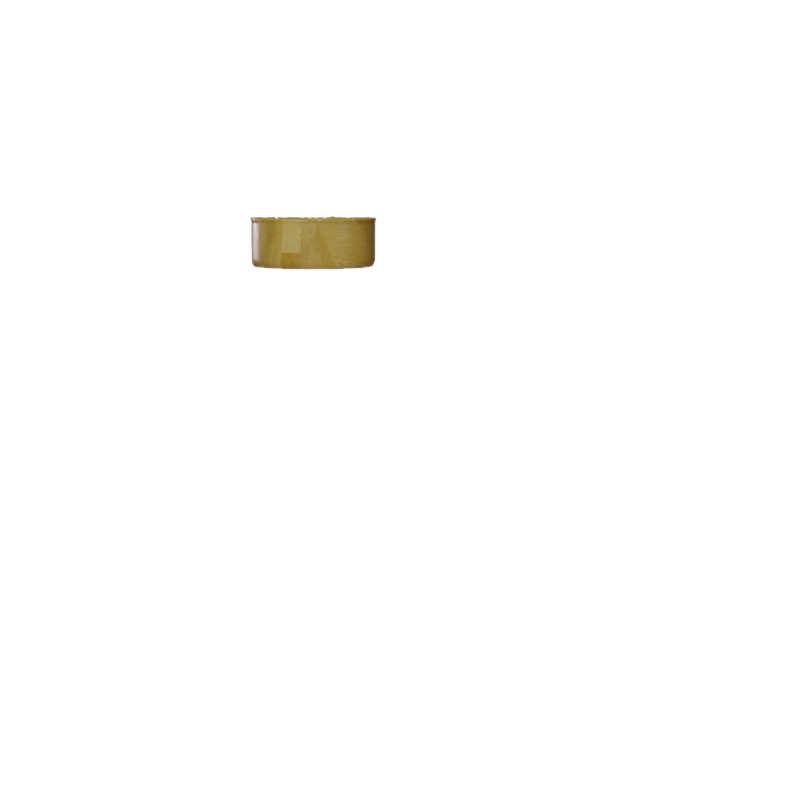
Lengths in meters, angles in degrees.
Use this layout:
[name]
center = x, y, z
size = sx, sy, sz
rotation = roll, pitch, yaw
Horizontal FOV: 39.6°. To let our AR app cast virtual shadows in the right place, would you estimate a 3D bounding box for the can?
[can]
center = -0.059, -0.108, 0.756
size = 0.086, 0.033, 0.087
rotation = 0, 9, -2
